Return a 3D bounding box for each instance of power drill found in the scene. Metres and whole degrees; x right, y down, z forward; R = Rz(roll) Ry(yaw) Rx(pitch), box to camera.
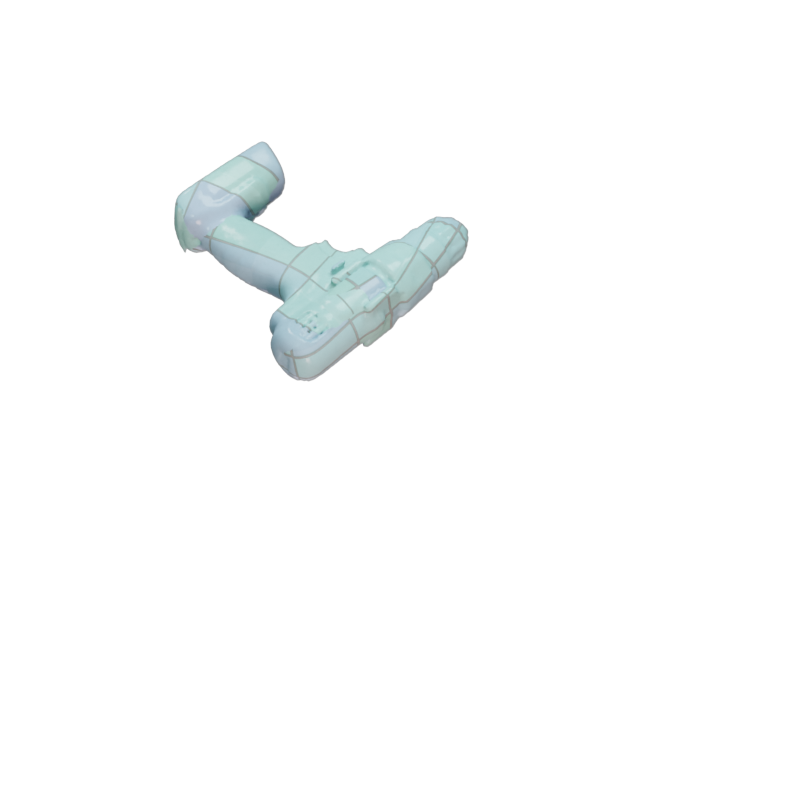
[{"bbox_3d":[-0.066,-0.121,0.847,0.186,0.053,0.200,-37,60,-27],"label":"power drill"}]
